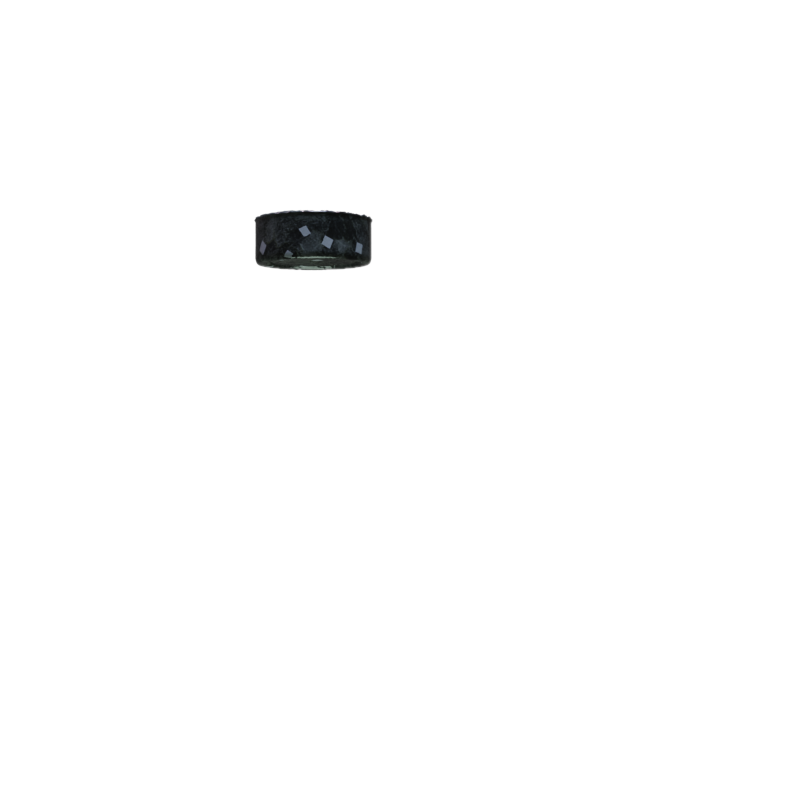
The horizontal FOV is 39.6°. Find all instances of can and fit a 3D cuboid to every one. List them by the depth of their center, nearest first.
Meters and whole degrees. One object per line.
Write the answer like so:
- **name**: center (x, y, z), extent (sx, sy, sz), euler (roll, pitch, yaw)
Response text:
- **can**: center (-0.063, -0.115, 0.805), extent (0.086, 0.034, 0.085), euler (0, 0, -2)
